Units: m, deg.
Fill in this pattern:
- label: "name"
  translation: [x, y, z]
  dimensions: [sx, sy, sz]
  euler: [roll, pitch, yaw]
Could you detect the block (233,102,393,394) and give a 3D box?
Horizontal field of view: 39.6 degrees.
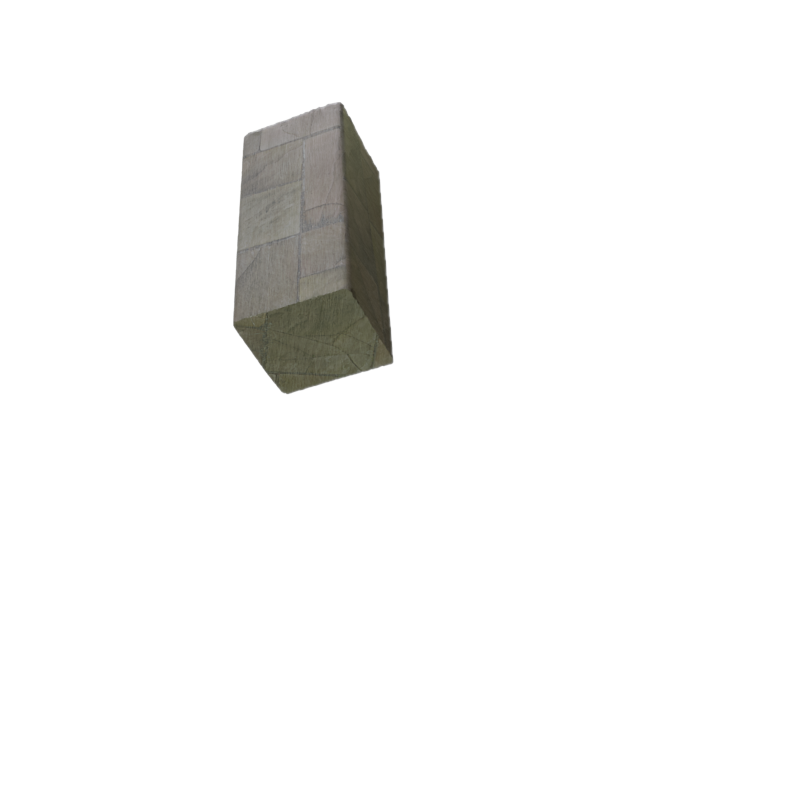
- label: "block"
  translation: [-0.067, -0.122, 0.851]
  dimensions: [0.091, 0.221, 0.083]
  euler: [-17, -44, 15]
